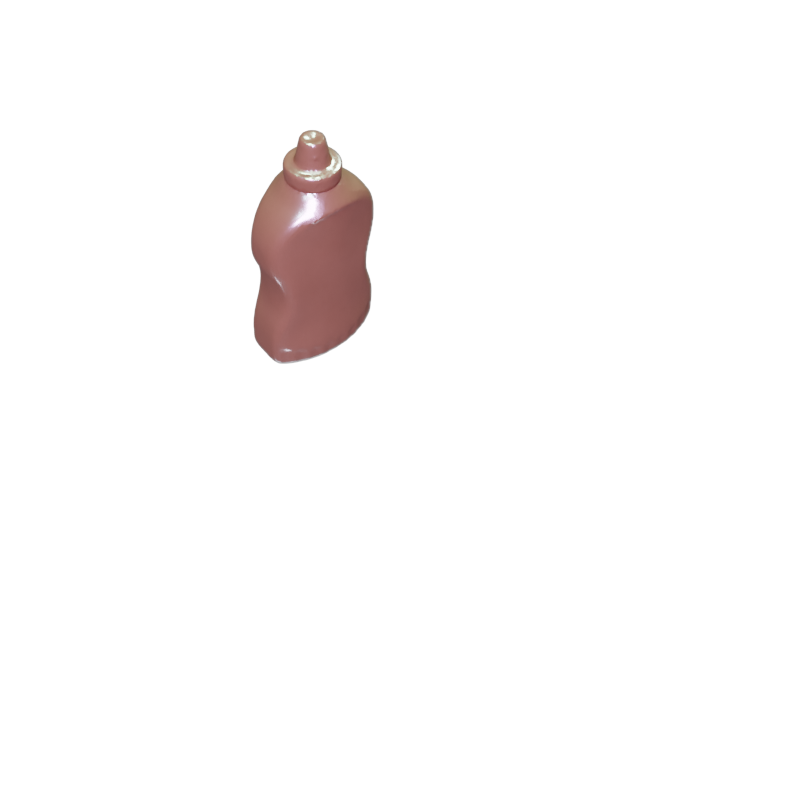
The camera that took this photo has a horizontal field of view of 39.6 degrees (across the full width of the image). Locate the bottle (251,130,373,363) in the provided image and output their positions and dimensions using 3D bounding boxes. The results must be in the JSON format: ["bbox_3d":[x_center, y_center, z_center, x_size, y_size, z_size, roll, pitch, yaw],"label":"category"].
[{"bbox_3d":[-0.064,-0.116,0.809,0.096,0.179,0.063,-28,55,-26],"label":"bottle"}]
